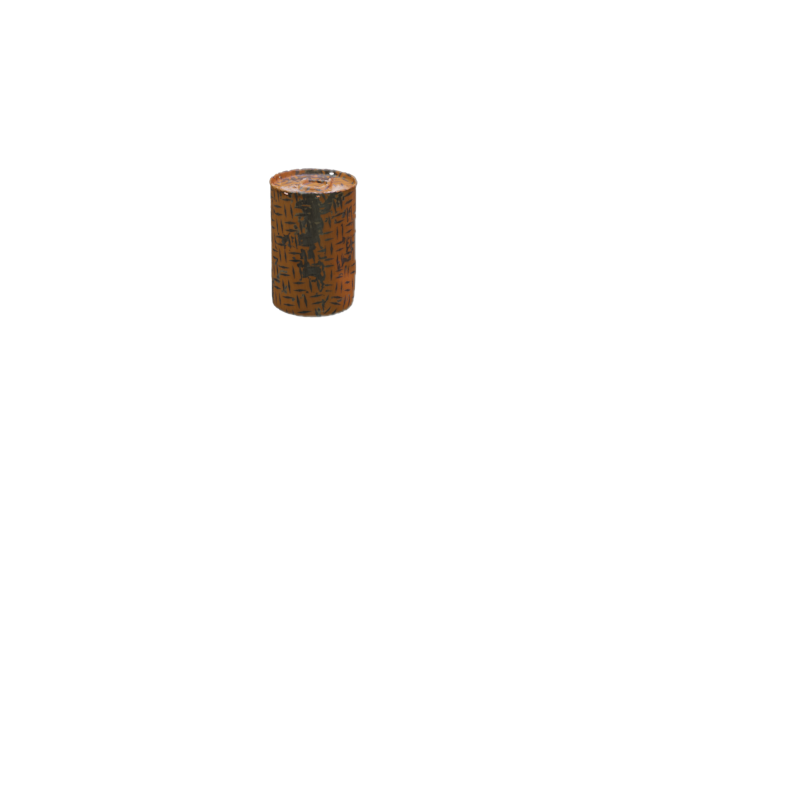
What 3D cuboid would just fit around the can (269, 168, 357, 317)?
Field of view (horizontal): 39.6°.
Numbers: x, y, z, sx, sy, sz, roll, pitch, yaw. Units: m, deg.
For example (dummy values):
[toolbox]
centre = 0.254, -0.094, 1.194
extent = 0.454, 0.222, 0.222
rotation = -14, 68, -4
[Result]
[can]
centre = -0.068, -0.124, 0.871
extent = 0.068, 0.097, 0.072
rotation = 0, 23, -2
